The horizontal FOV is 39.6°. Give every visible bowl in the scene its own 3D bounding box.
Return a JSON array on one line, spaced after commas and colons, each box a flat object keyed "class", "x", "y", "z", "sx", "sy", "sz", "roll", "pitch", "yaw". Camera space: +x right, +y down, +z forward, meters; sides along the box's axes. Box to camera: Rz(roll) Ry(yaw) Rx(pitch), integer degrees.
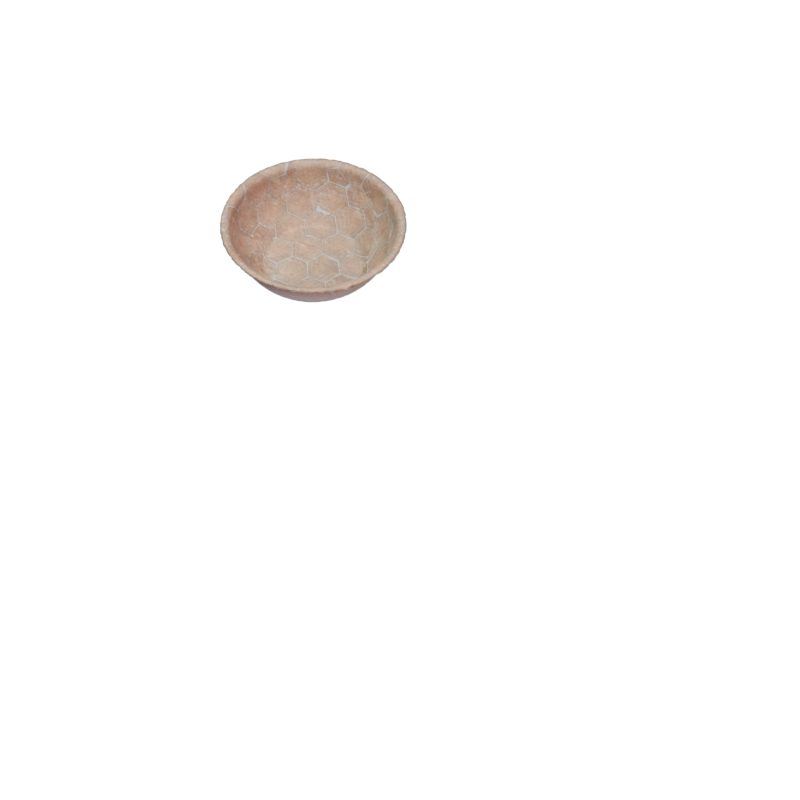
[{"class": "bowl", "x": -0.076, "y": -0.139, "z": 0.975, "sx": 0.162, "sy": 0.174, "sz": 0.051, "roll": -1, "pitch": -39, "yaw": -1}]
